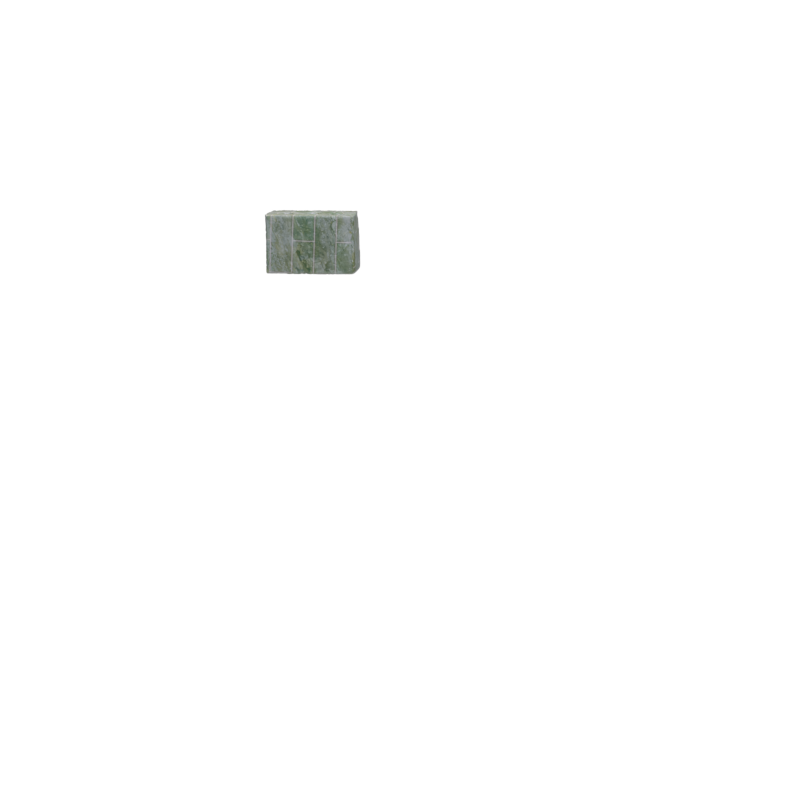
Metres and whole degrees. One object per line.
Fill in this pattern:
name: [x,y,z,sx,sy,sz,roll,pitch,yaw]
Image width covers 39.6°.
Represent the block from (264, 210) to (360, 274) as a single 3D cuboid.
block: [-0.075,-0.137,0.958,0.078,0.050,0.053,1,9,5]
